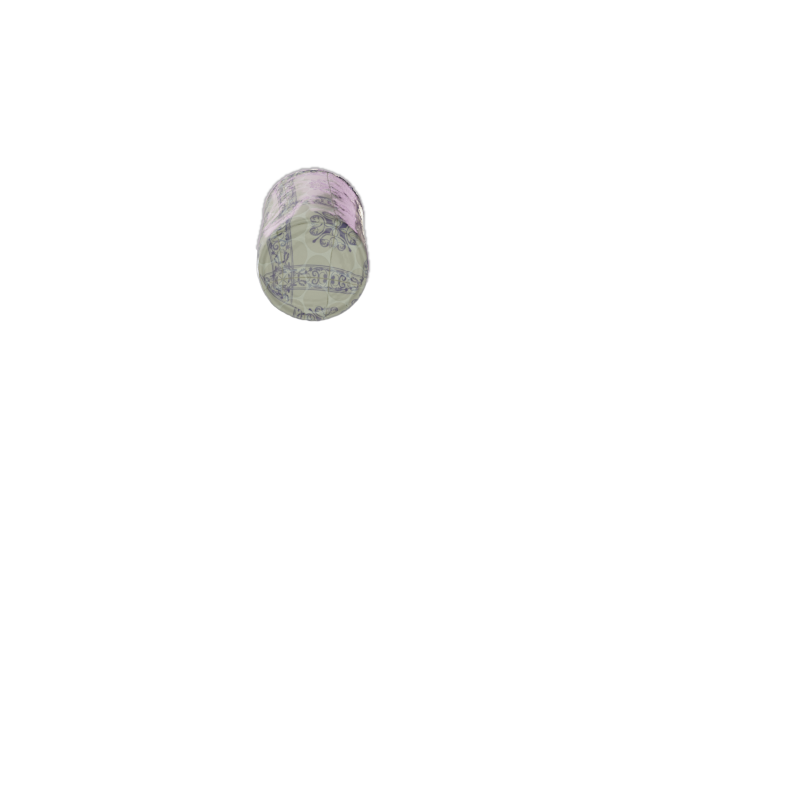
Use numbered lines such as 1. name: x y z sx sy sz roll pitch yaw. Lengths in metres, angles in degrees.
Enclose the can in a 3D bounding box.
1. can: -0.054 -0.099 0.694 0.068 0.065 0.108 0 24 -3
